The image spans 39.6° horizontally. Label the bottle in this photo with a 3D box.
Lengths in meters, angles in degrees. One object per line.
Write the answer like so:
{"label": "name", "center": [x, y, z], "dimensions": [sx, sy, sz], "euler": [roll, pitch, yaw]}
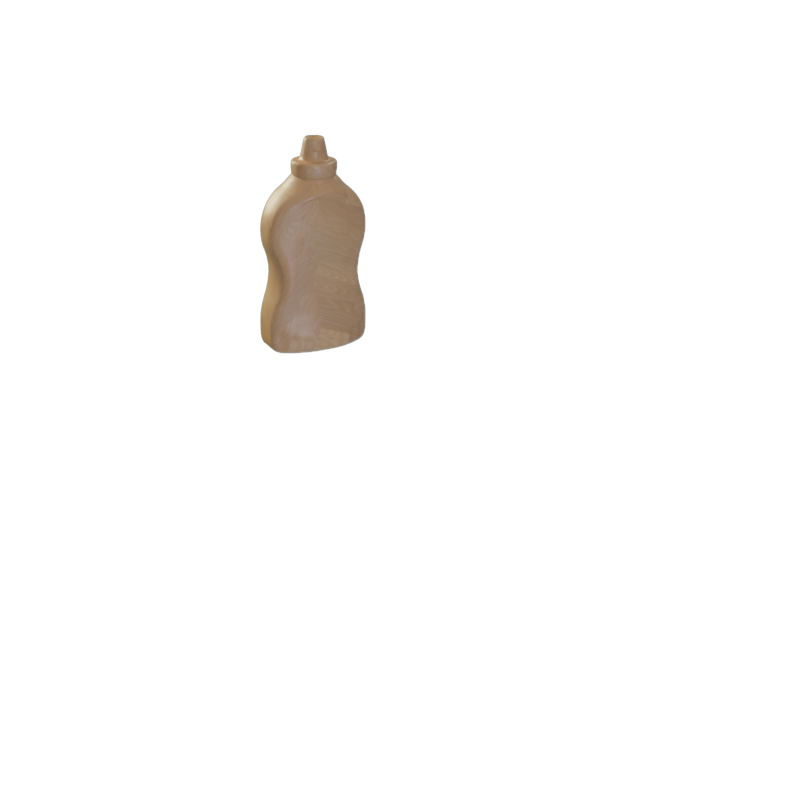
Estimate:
{"label": "bottle", "center": [-0.077, -0.141, 0.992], "dimensions": [0.094, 0.184, 0.062], "euler": [-8, 20, -25]}
